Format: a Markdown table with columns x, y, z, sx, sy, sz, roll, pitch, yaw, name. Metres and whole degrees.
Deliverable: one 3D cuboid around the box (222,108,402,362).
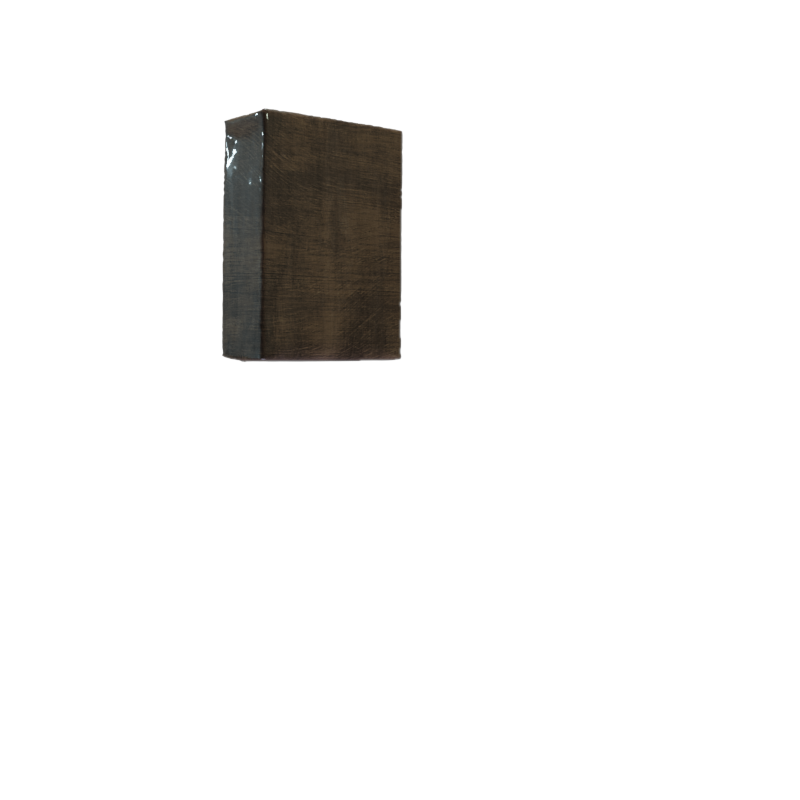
| x | y | z | sx | sy | sz | roll | pitch | yaw | name |
| --- | --- | --- | --- | --- | --- | --- | --- | --- | --- |
| -0.078 | -0.142 | 0.996 | 0.157 | 0.216 | 0.074 | 2 | -5 | -41 | box |
